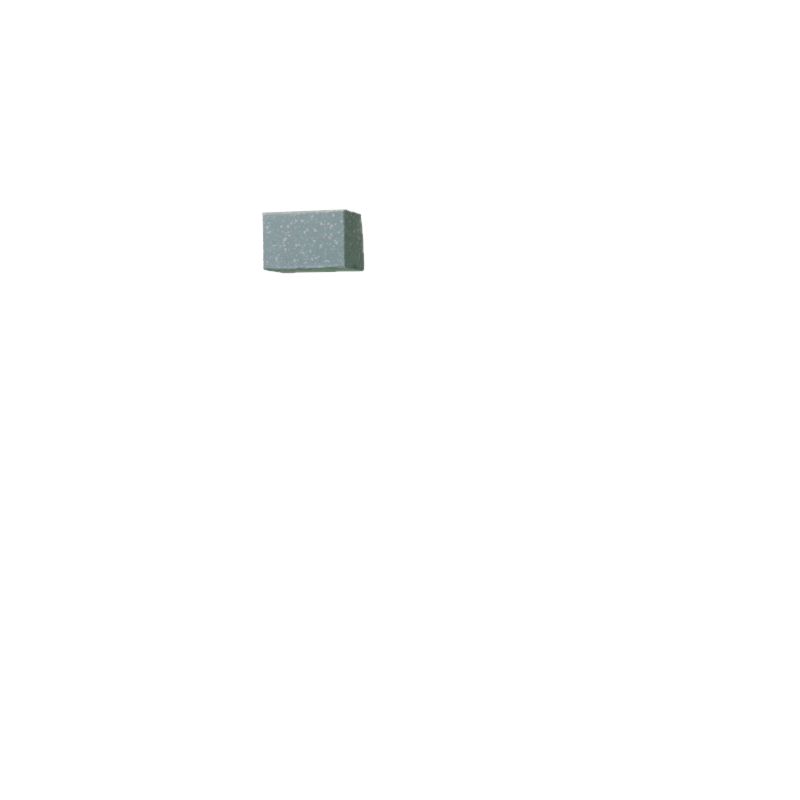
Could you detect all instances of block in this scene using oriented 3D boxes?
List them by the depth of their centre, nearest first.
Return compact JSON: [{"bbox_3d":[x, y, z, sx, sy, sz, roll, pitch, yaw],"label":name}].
[{"bbox_3d":[-0.076,-0.138,0.968,0.080,0.052,0.051,0,-1,17],"label":"block"}]
